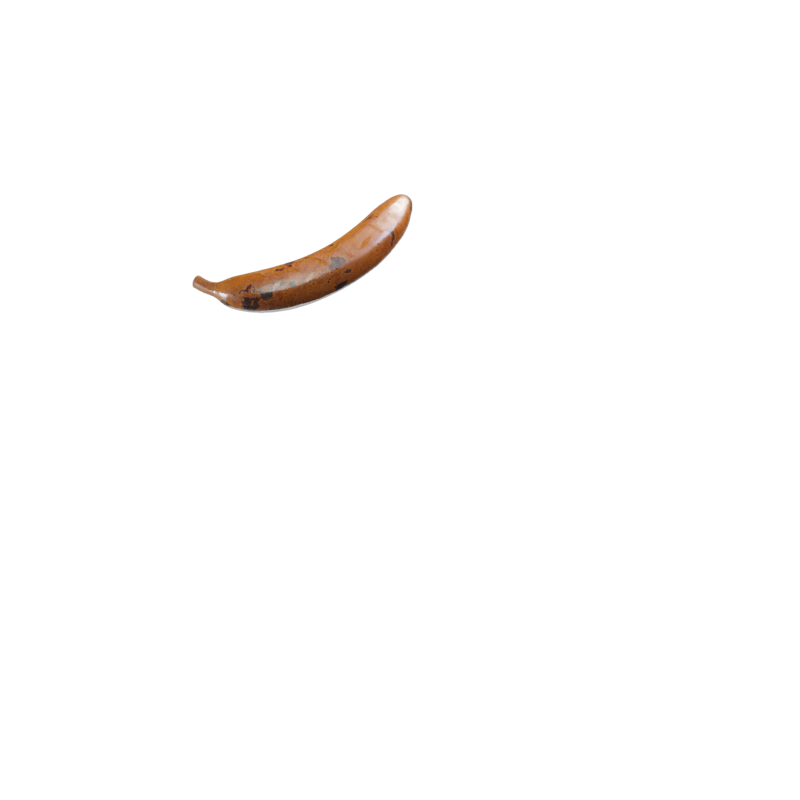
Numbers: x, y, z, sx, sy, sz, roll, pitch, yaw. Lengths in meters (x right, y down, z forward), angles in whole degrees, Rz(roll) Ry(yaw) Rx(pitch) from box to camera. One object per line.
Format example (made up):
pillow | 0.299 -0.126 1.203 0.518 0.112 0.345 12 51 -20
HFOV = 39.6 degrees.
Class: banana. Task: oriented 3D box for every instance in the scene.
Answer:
banana | -0.065 -0.113 0.892 0.197 0.075 0.034 -23 -32 -16
